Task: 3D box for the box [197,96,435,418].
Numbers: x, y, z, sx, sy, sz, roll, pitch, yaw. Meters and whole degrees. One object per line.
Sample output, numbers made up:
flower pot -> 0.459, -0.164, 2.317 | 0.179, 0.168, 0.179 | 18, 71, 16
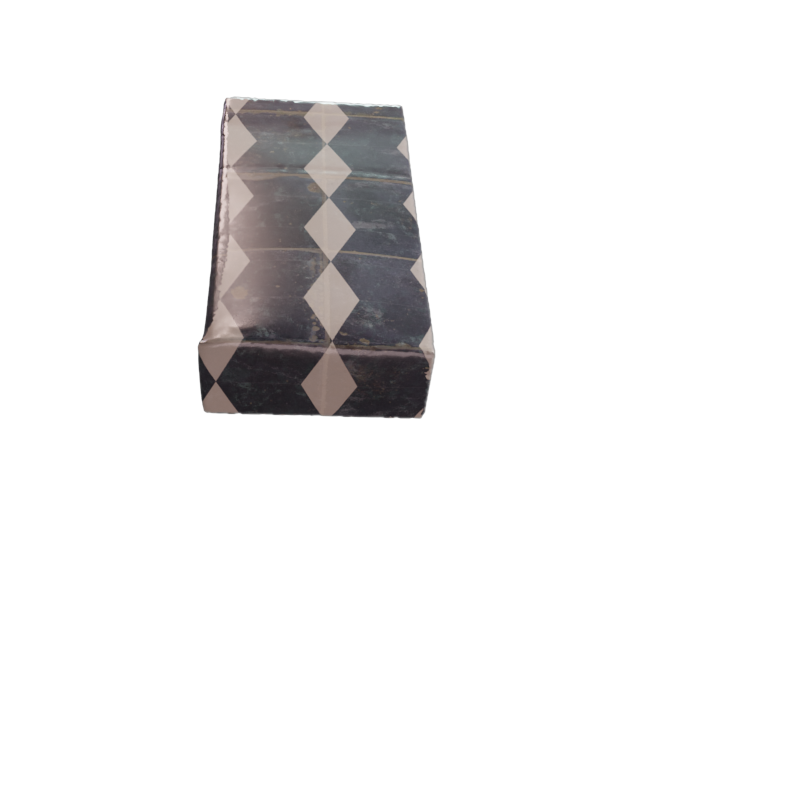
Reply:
box -> -0.039, -0.072, 0.503 | 0.093, 0.045, 0.189 | 1, 42, -5
